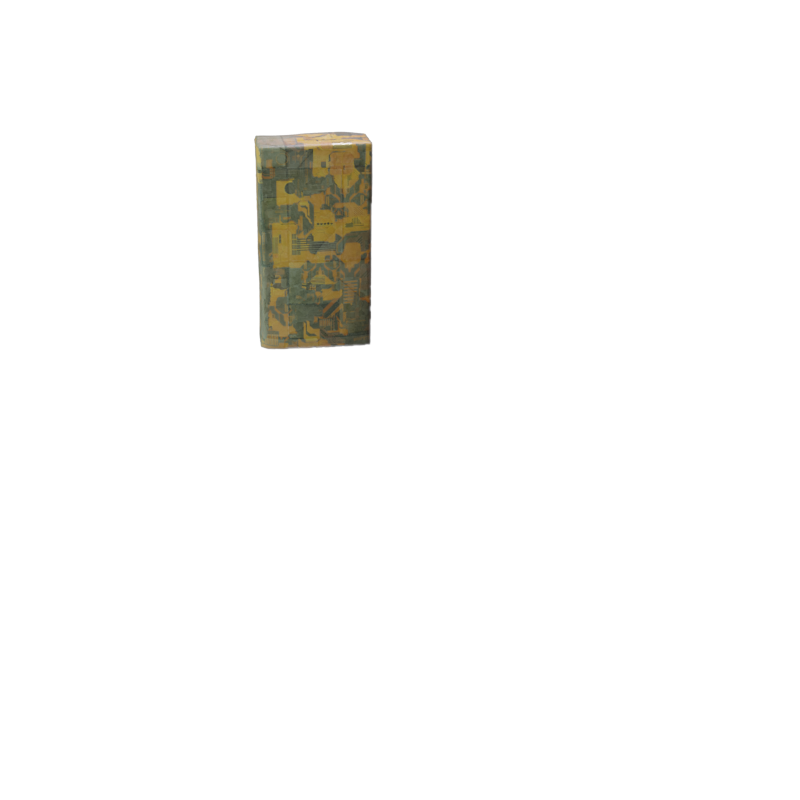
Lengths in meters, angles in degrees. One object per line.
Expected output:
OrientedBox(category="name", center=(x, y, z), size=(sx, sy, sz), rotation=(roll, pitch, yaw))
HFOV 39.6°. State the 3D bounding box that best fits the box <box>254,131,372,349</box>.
OrientedBox(category="box", center=(-0.071, -0.130, 0.909), size=(0.092, 0.169, 0.051), rotation=(-2, 20, -8))
